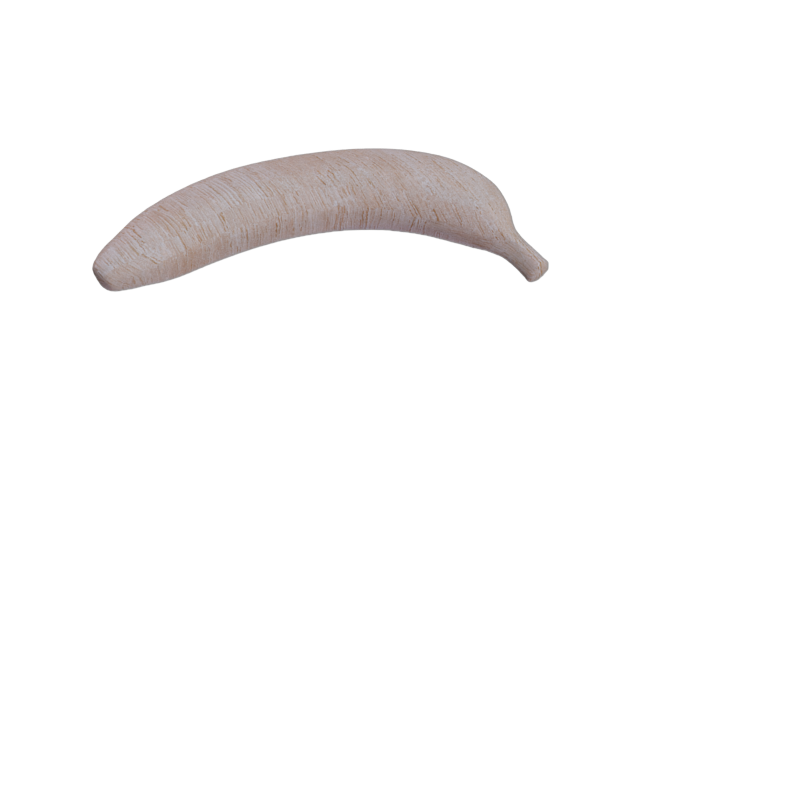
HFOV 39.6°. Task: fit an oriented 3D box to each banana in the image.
[{"bbox_3d":[-0.036,-0.083,0.496,0.197,0.034,0.075,-3,45,-3],"label":"banana"}]
